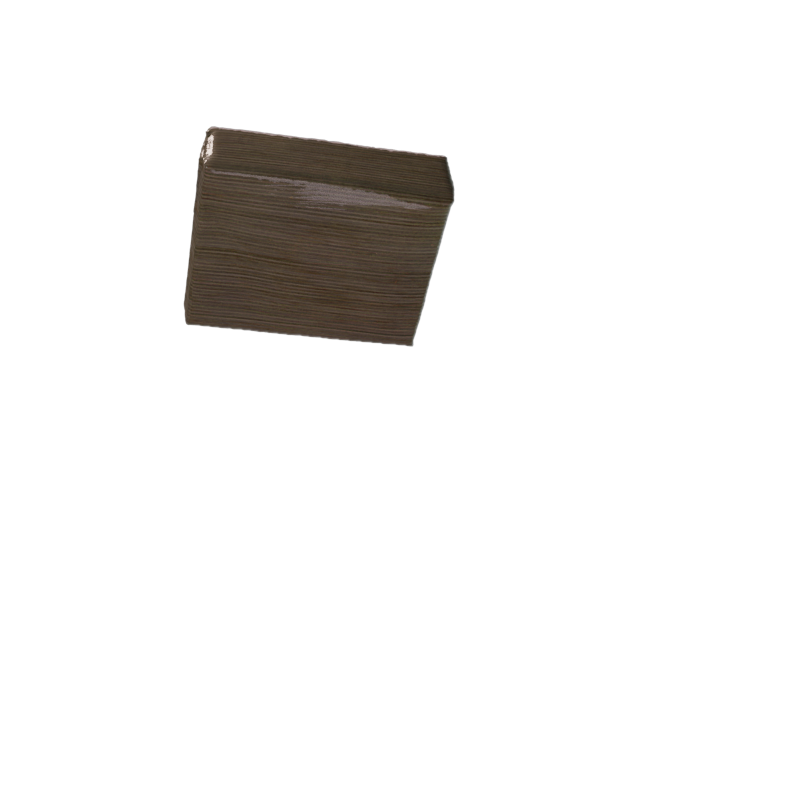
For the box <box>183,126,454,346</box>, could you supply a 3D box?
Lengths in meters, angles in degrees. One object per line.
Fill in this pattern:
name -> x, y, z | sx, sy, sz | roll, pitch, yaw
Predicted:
box -> -0.040, -0.073, 0.511 | 0.112, 0.085, 0.042 | 8, 39, -7
